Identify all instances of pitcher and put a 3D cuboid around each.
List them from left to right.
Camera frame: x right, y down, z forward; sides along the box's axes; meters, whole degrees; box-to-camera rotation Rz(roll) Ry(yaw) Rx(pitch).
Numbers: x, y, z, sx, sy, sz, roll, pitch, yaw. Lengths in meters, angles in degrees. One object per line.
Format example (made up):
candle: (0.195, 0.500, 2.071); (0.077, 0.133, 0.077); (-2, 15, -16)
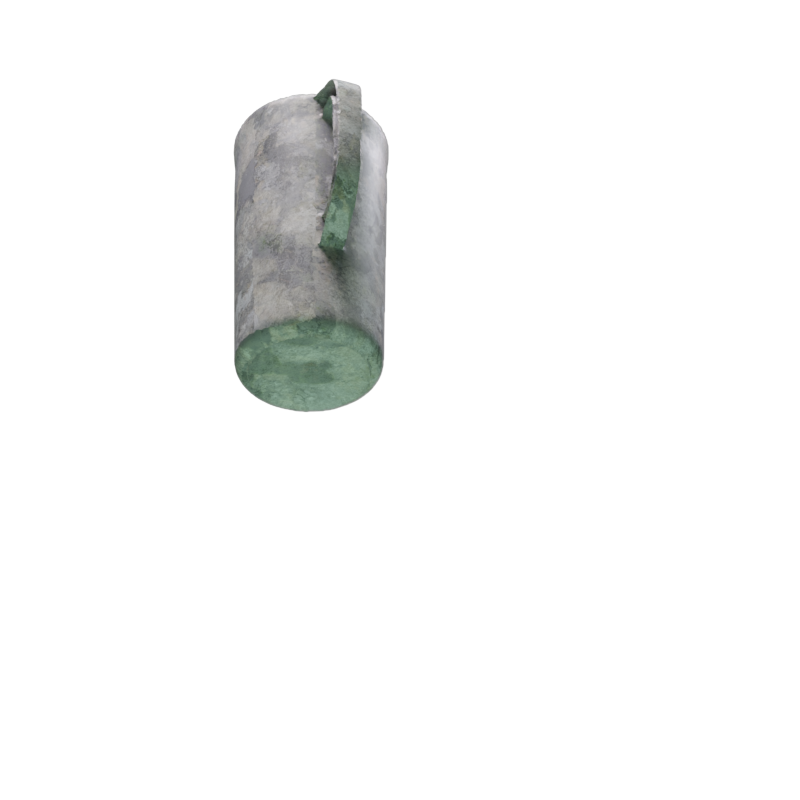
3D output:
pitcher: (-0.068, -0.123, 0.865); (0.146, 0.261, 0.138); (-18, -42, 18)
